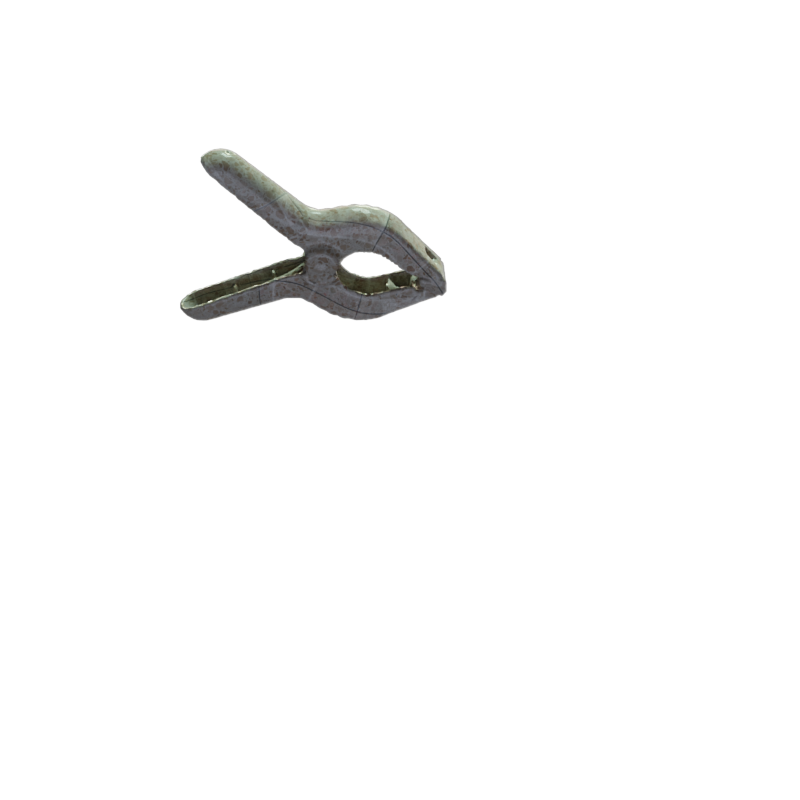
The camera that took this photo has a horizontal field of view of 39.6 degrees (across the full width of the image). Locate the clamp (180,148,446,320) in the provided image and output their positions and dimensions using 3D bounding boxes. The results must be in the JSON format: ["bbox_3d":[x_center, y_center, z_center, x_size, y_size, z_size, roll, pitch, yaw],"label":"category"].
[{"bbox_3d":[-0.055,-0.100,0.697,0.171,0.112,0.042,2,38,-1],"label":"clamp"}]
